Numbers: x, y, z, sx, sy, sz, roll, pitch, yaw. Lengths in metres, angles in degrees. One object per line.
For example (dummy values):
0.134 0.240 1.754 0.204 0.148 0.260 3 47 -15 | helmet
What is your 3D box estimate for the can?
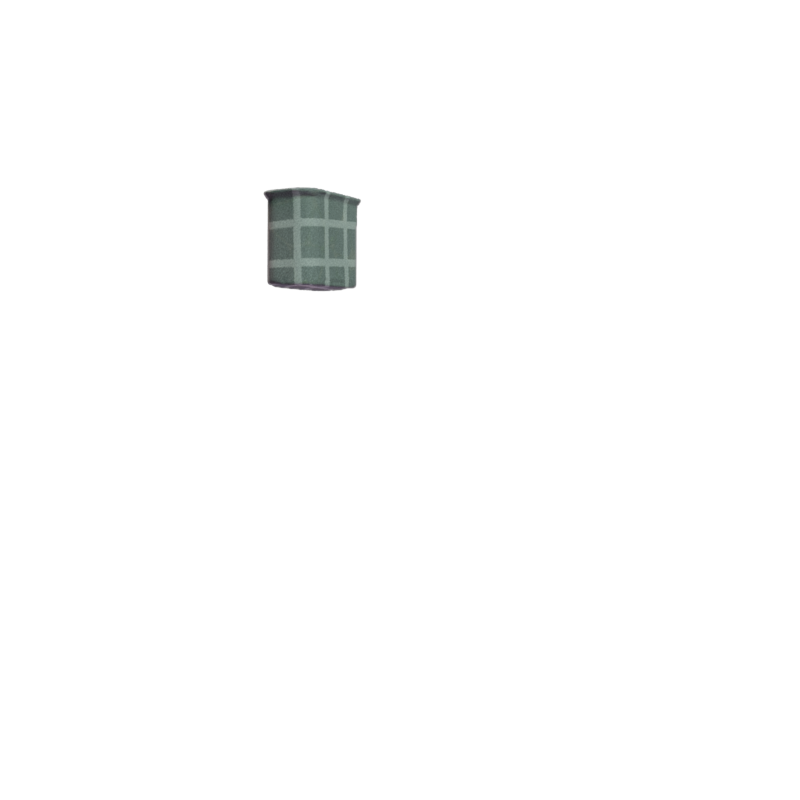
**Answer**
-0.078 -0.142 0.994 0.059 0.085 0.098 -2 -2 28 | can
